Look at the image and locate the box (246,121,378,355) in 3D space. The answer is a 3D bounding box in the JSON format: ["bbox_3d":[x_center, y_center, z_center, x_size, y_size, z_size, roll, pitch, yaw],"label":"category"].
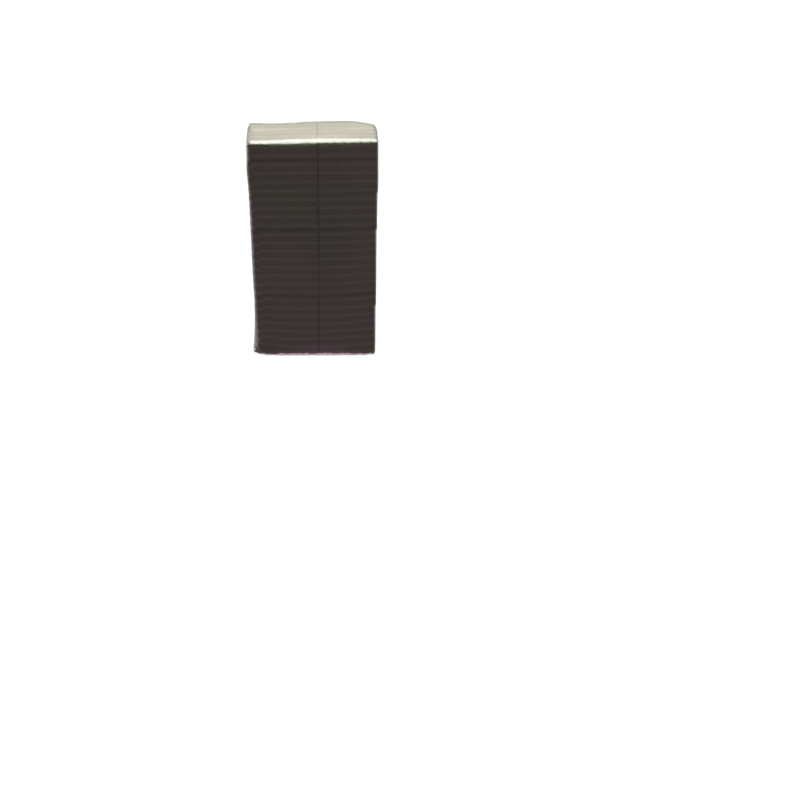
[{"bbox_3d":[-0.063,-0.116,0.812,0.093,0.166,0.051,1,28,-2],"label":"box"}]
